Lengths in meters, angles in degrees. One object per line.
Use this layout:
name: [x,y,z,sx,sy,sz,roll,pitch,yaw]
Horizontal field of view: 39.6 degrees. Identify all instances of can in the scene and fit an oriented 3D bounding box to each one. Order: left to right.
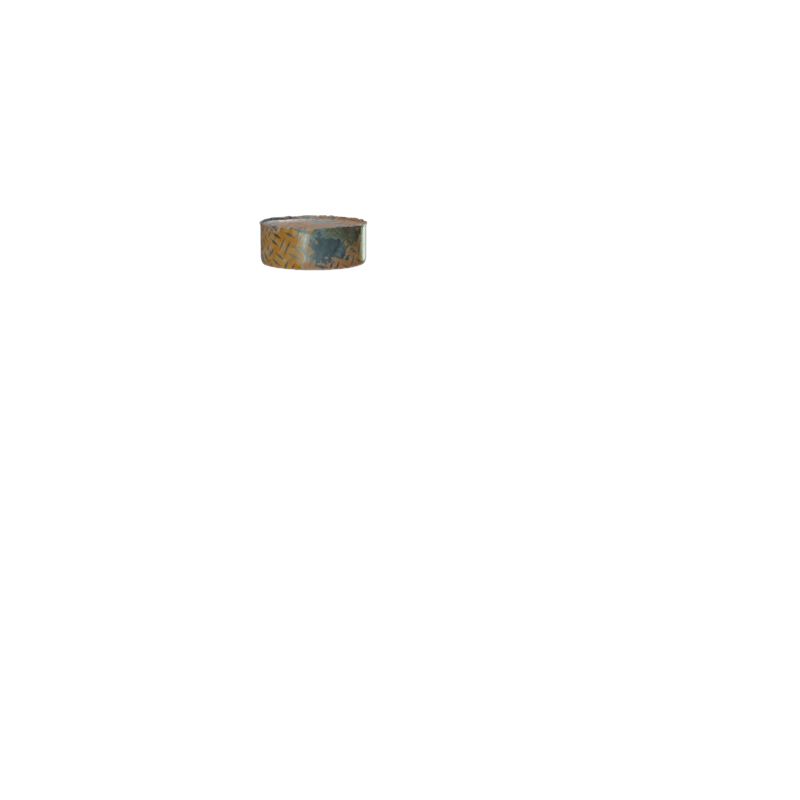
can: [-0.069,-0.126,0.882,0.086,0.033,0.088,0,15,-2]
